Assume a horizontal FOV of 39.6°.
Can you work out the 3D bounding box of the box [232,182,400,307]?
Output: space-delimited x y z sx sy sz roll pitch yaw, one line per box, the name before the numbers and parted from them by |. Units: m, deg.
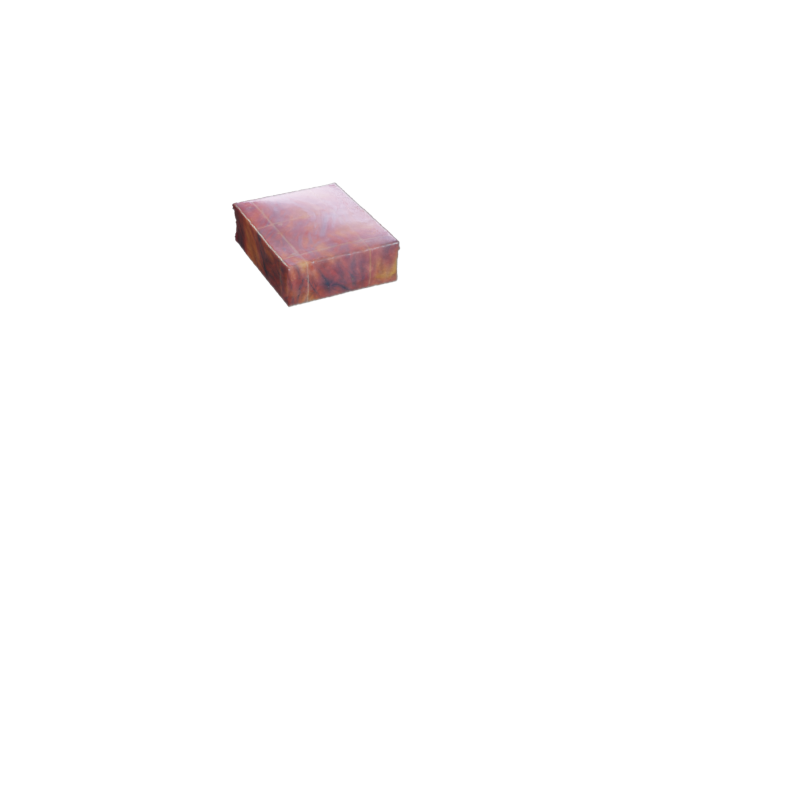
box | -0.065 -0.119 0.835 0.088 0.037 0.122 -15 35 -22
